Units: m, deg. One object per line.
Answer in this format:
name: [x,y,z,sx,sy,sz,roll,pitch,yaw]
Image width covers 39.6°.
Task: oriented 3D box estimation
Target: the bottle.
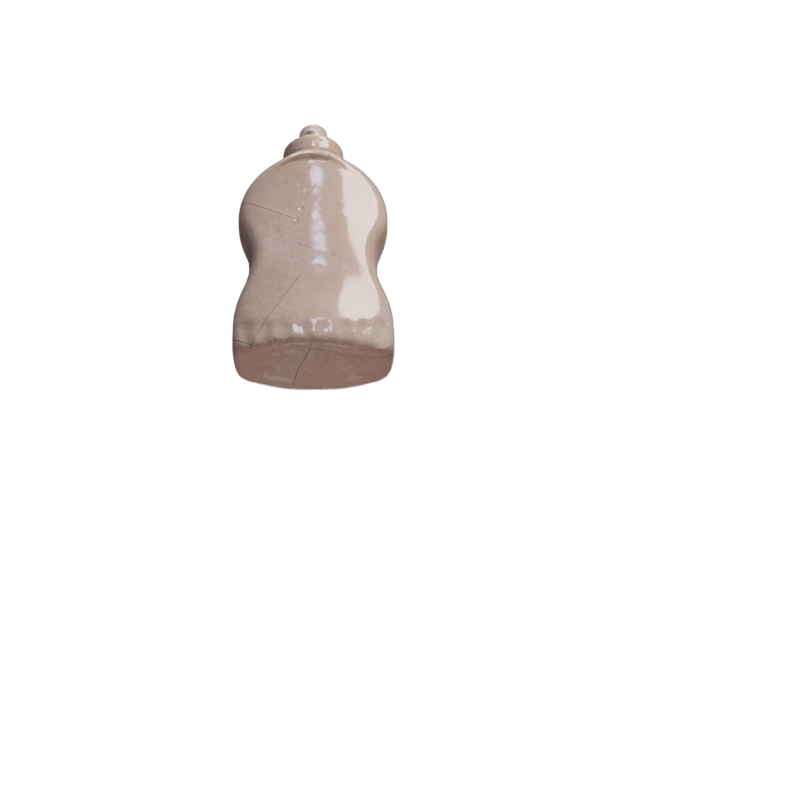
bottle: [-0.055,-0.102,0.709,0.096,0.205,0.054,-2,-36,-1]
